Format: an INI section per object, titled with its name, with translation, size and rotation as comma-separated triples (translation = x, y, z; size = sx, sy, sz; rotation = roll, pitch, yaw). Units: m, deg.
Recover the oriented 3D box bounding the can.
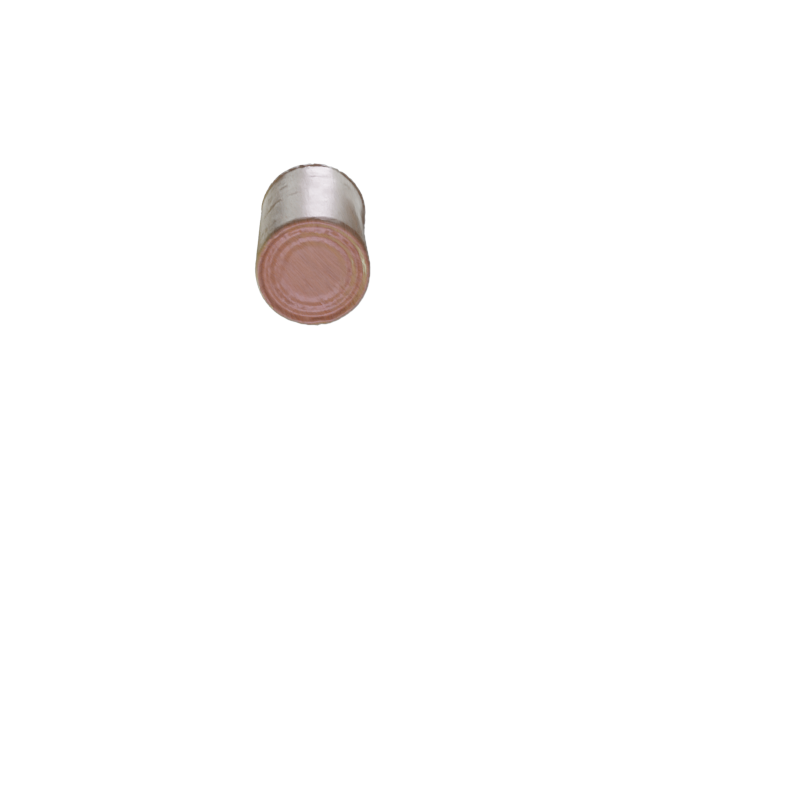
[can]
translation = -0.053, -0.096, 0.674
size = 0.068, 0.065, 0.108
rotation = 0, 27, -3
